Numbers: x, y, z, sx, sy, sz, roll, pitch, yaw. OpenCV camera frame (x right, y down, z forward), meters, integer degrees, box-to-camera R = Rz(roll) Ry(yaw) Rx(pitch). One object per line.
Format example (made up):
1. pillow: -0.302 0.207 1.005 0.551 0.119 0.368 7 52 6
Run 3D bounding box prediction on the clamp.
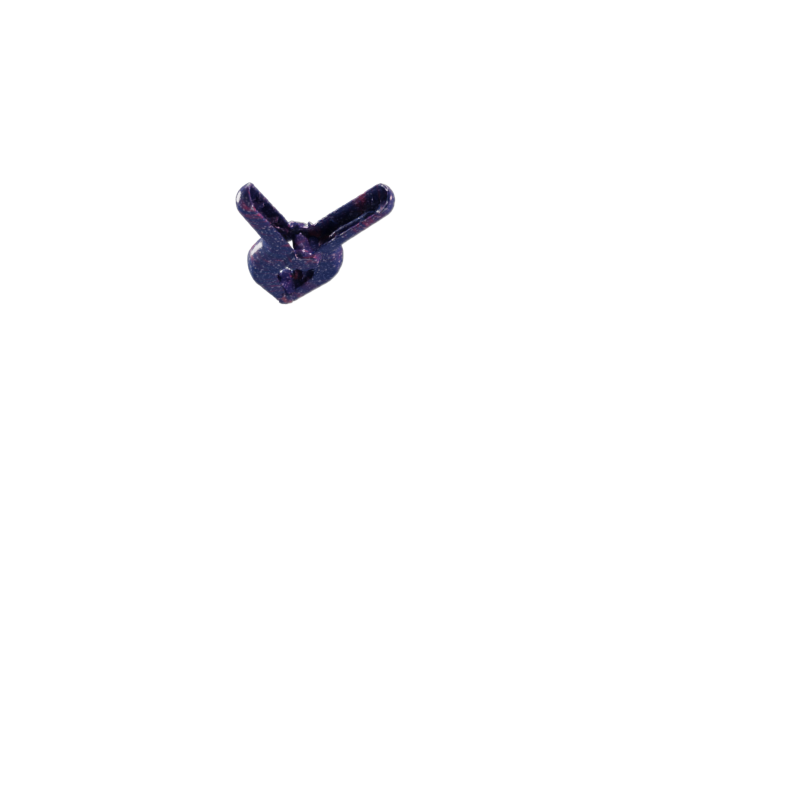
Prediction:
1. clamp: -0.070 -0.127 0.888 0.119 0.041 0.164 1 -20 -5
